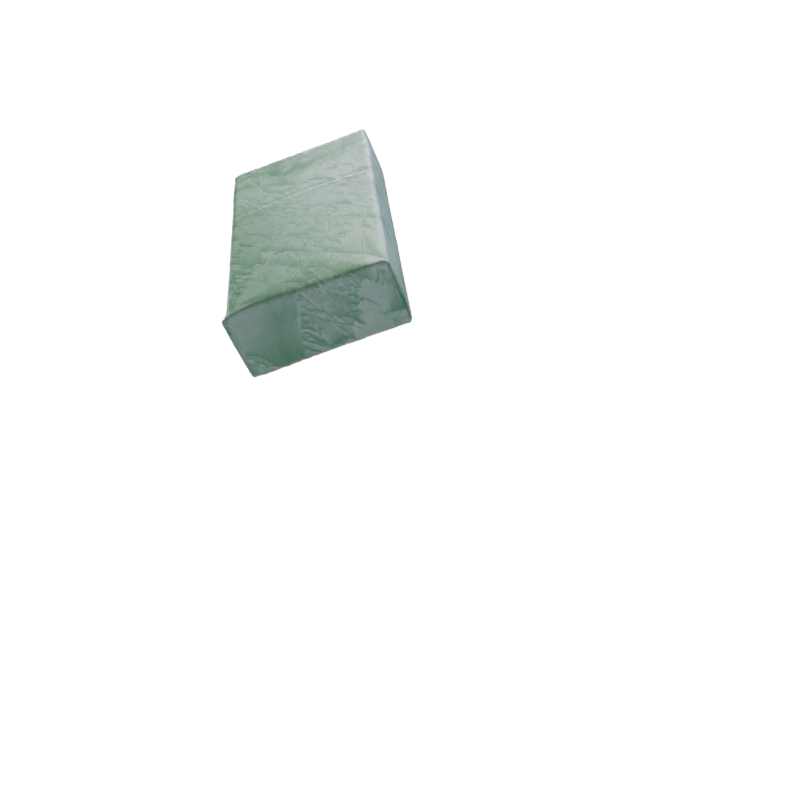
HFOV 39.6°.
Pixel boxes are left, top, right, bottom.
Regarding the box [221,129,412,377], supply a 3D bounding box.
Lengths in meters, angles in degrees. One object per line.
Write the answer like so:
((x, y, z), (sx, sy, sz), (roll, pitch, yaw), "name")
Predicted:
((-0.050, -0.091, 0.642), (0.094, 0.045, 0.187), (-19, 31, 8), "box")
